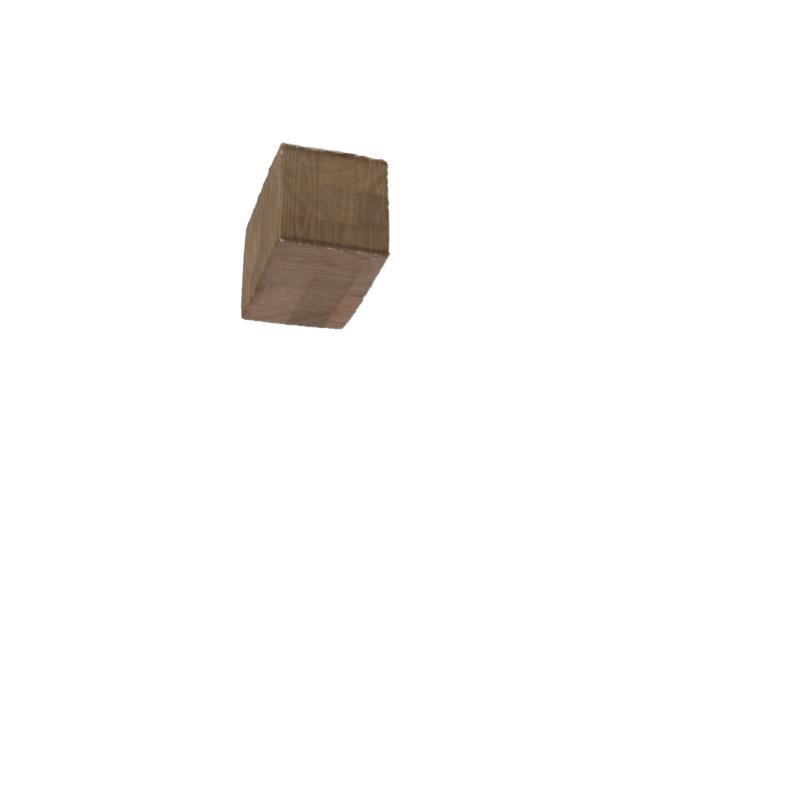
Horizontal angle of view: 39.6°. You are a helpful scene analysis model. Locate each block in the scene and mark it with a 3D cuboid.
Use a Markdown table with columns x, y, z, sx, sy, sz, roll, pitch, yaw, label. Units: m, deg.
| x | y | z | sx | sy | sz | roll | pitch | yaw | label |
| --- | --- | --- | --- | --- | --- | --- | --- | --- | --- |
| -0.041 | -0.074 | 0.518 | 0.051 | 0.054 | 0.075 | 8 | -28 | -17 | block |
